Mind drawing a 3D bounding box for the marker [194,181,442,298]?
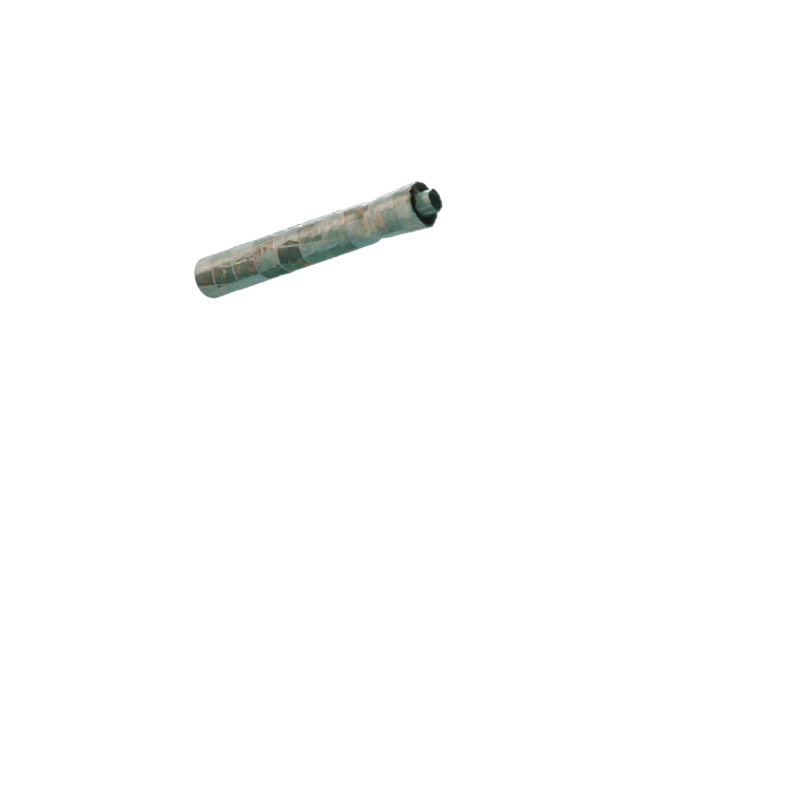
[{"bbox_3d":[-0.036,-0.065,0.455,0.123,0.020,0.019,-13,-4,35],"label":"marker"}]
